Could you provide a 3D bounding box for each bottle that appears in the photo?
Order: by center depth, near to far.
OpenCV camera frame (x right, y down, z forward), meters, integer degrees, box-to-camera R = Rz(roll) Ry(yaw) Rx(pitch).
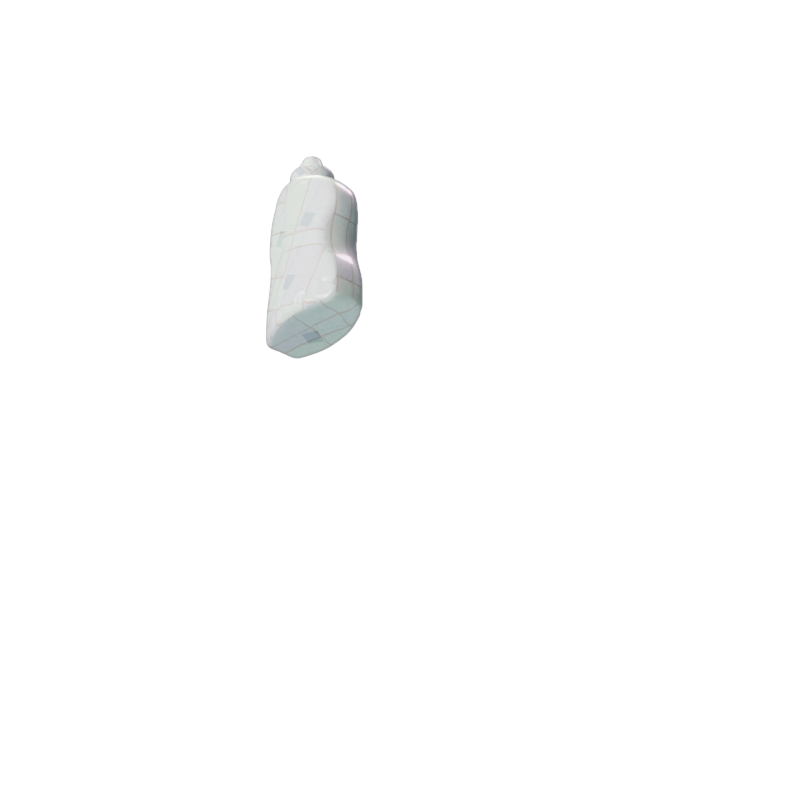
[{"bbox_3d":[-0.076,-0.138,0.964,0.055,0.205,0.094,24,-44,-31],"label":"bottle"}]
